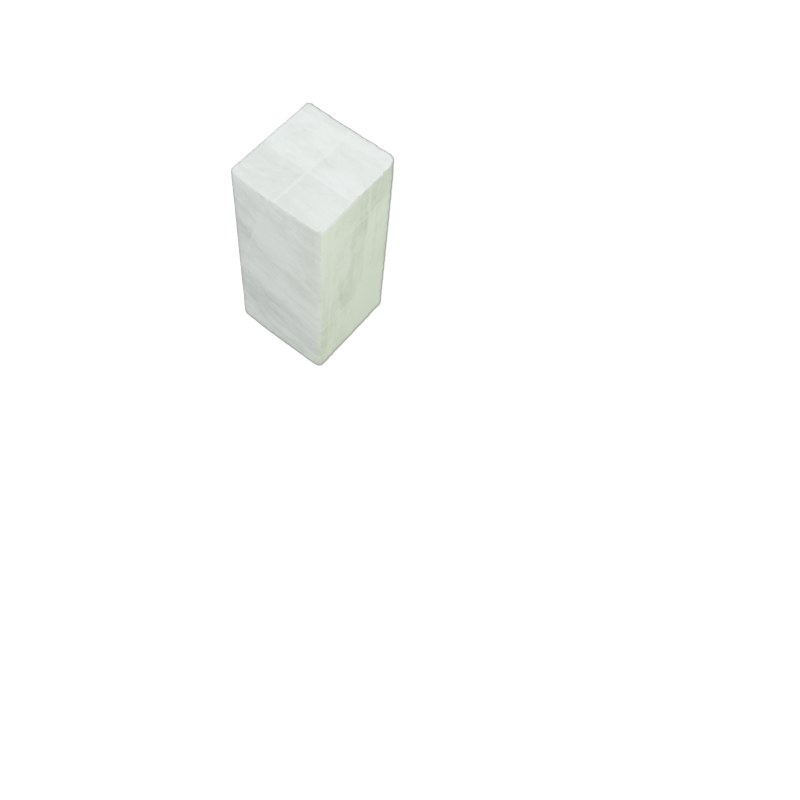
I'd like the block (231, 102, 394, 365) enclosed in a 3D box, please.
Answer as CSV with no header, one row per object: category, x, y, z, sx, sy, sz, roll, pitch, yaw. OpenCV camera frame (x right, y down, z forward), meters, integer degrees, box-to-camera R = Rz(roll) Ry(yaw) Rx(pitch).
block,-0.070,-0.128,0.900,0.094,0.092,0.194,37,-25,15
